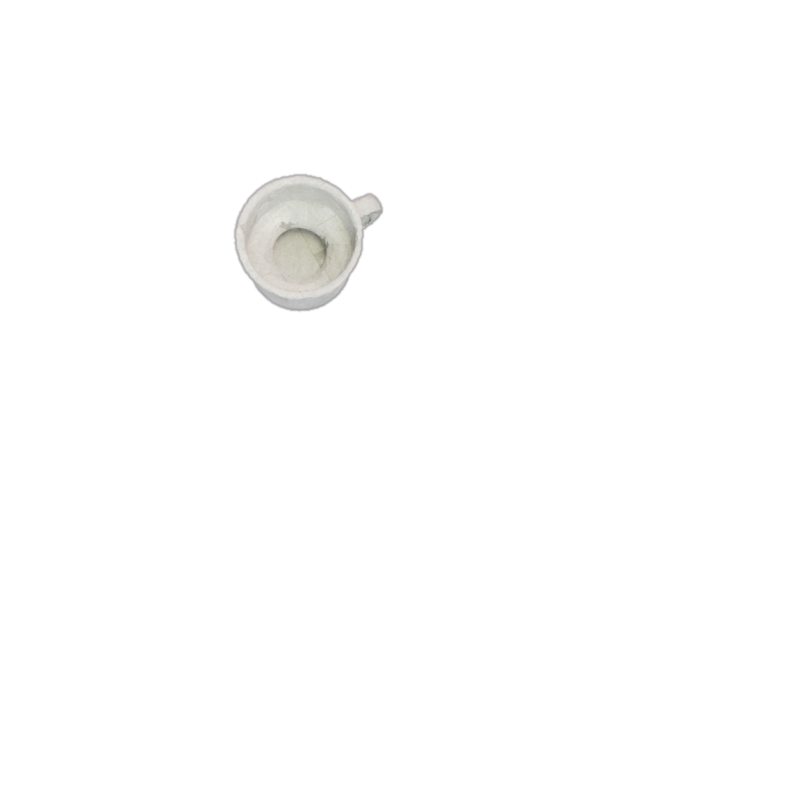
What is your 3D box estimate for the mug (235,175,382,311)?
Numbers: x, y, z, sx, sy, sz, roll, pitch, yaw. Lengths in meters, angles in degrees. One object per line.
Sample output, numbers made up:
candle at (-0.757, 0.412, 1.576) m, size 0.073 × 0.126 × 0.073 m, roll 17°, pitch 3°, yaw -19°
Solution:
mug at (-0.066, -0.121, 0.844) m, size 0.117 × 0.096 × 0.079 m, roll -33°, pitch -8°, yaw -8°
